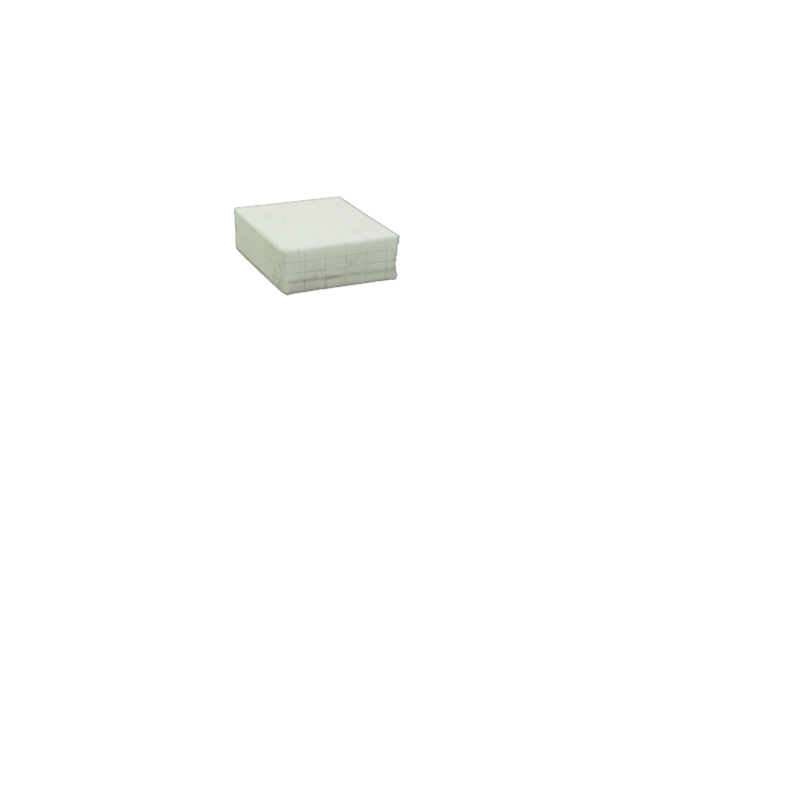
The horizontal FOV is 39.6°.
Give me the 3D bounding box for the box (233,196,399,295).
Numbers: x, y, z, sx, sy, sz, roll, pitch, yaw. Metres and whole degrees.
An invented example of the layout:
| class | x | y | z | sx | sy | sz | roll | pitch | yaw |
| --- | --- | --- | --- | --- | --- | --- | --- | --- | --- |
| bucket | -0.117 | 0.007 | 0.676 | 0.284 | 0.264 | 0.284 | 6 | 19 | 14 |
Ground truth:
| class | x | y | z | sx | sy | sz | roll | pitch | yaw |
| --- | --- | --- | --- | --- | --- | --- | --- | --- | --- |
| box | -0.064 | -0.117 | 0.822 | 0.088 | 0.037 | 0.122 | -11 | 29 | -22 |
